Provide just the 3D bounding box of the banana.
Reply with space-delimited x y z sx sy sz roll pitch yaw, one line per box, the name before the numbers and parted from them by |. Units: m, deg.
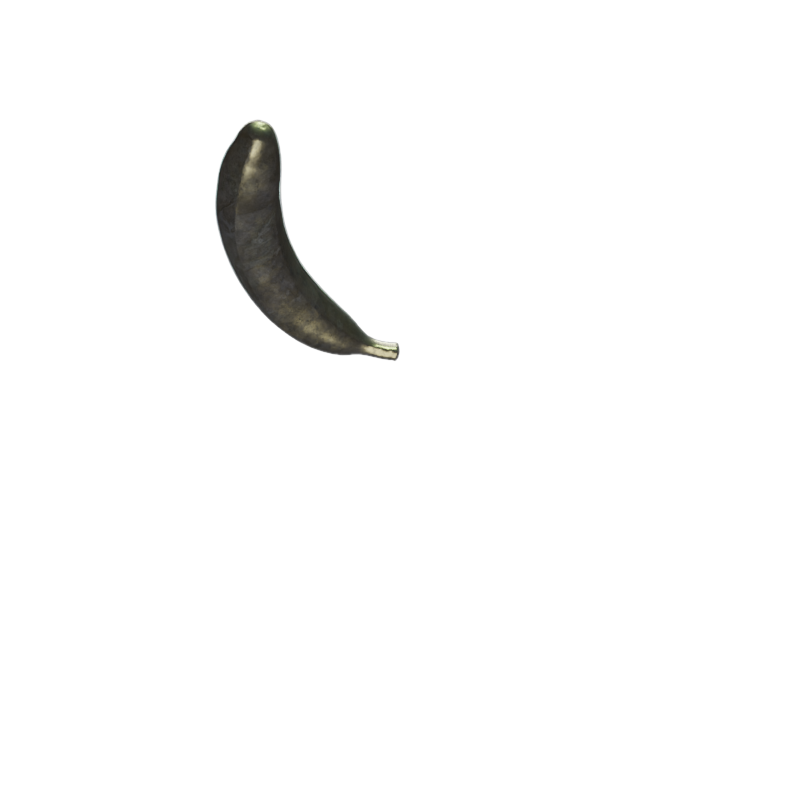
banana | -0.065 -0.084 0.639 0.070 0.039 0.182 -15 -42 17
